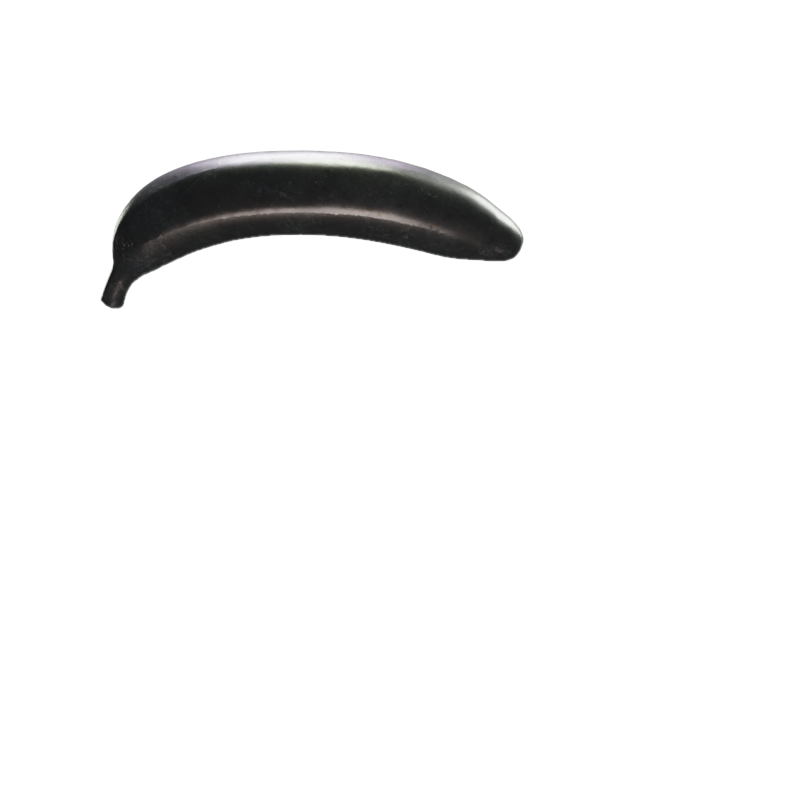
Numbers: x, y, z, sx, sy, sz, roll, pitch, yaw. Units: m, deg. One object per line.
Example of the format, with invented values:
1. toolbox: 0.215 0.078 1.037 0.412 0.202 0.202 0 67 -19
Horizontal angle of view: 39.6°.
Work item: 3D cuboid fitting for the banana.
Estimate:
1. banana: -0.046 -0.082 0.497 0.199 0.039 0.064 -5 -36 6
